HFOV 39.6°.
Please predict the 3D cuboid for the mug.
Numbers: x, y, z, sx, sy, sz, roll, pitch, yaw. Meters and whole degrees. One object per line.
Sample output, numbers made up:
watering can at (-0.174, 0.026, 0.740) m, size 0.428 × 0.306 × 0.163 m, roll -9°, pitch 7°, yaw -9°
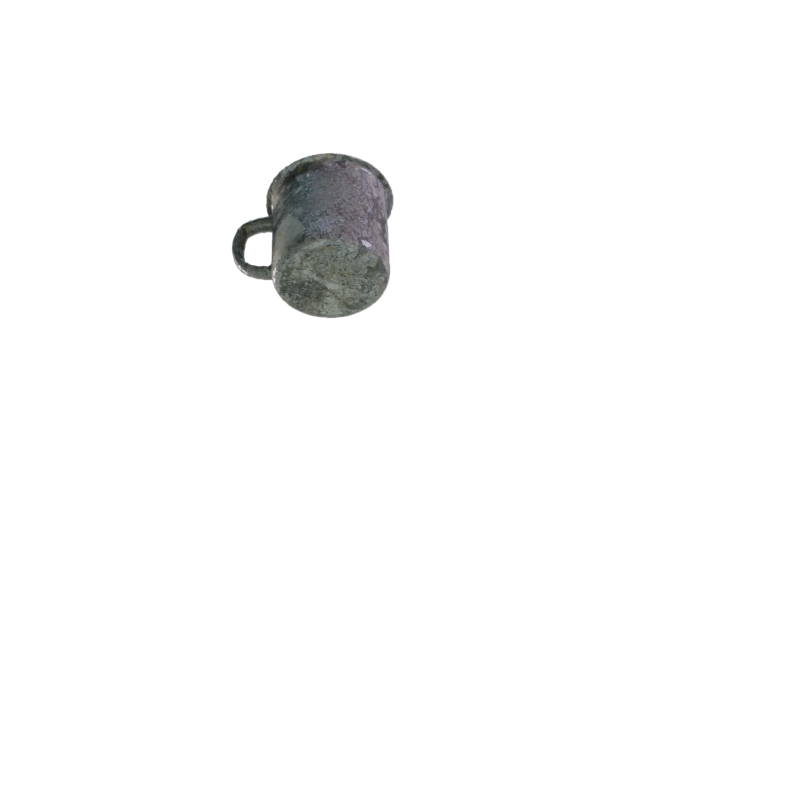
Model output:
mug at (-0.061, -0.112, 0.781) m, size 0.118 × 0.087 × 0.086 m, roll -5°, pitch -42°, yaw 4°
